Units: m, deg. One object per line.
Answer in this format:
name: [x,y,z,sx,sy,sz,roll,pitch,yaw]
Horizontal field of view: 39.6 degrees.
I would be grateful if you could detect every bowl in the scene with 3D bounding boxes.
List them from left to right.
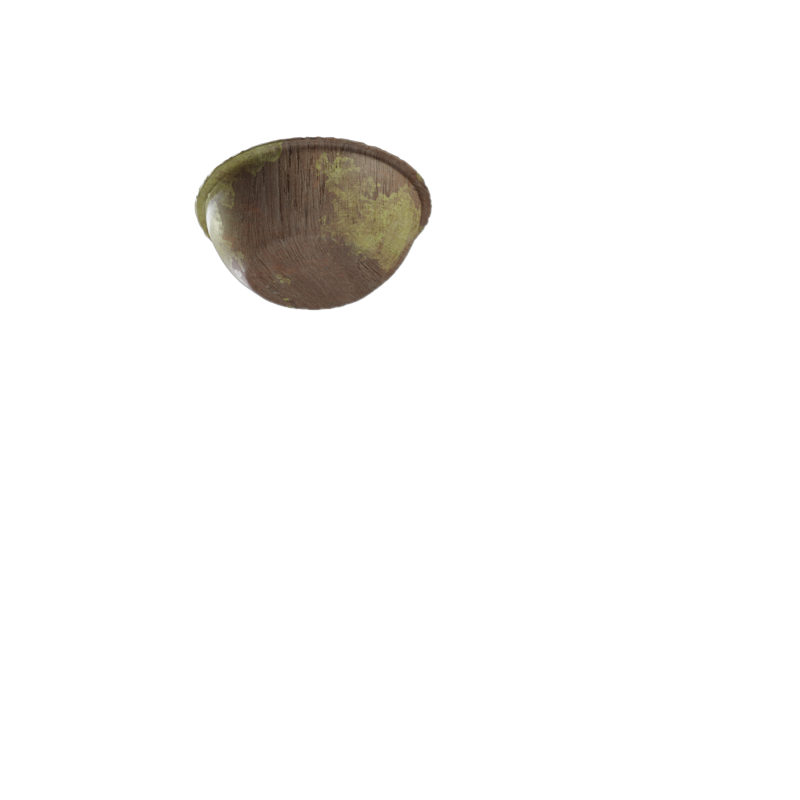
bowl: [-0.058,-0.106,0.745,0.162,0.059,0.152,1,-28,-2]
